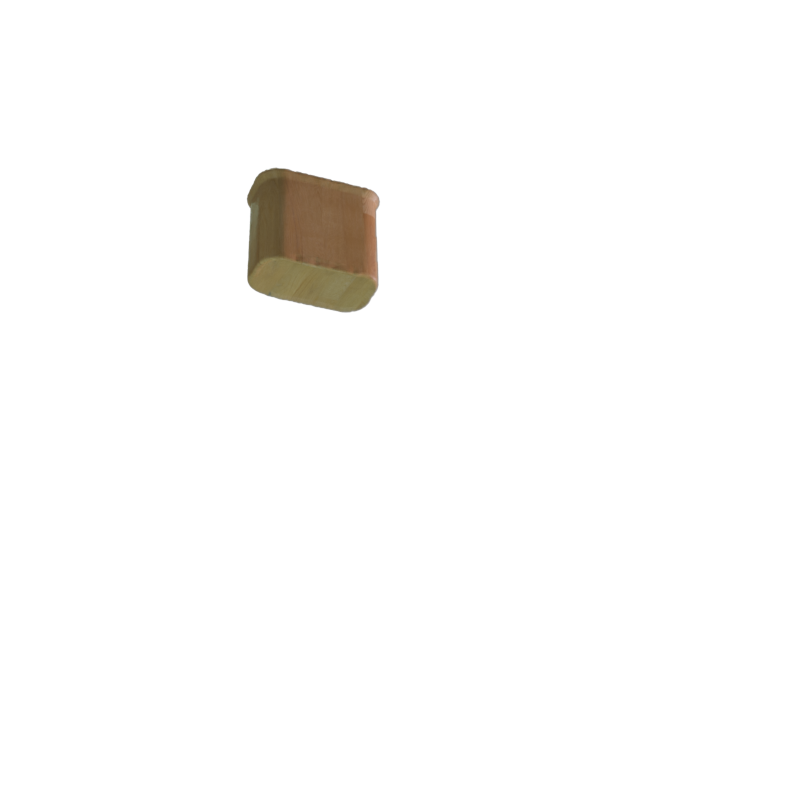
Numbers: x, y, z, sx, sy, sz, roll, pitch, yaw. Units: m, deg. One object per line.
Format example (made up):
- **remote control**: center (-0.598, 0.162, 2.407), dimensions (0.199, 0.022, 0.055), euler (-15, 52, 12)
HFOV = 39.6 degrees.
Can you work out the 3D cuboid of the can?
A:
- **can**: center (-0.066, -0.121, 0.847), dimensions (0.099, 0.090, 0.055), euler (11, -36, -18)
